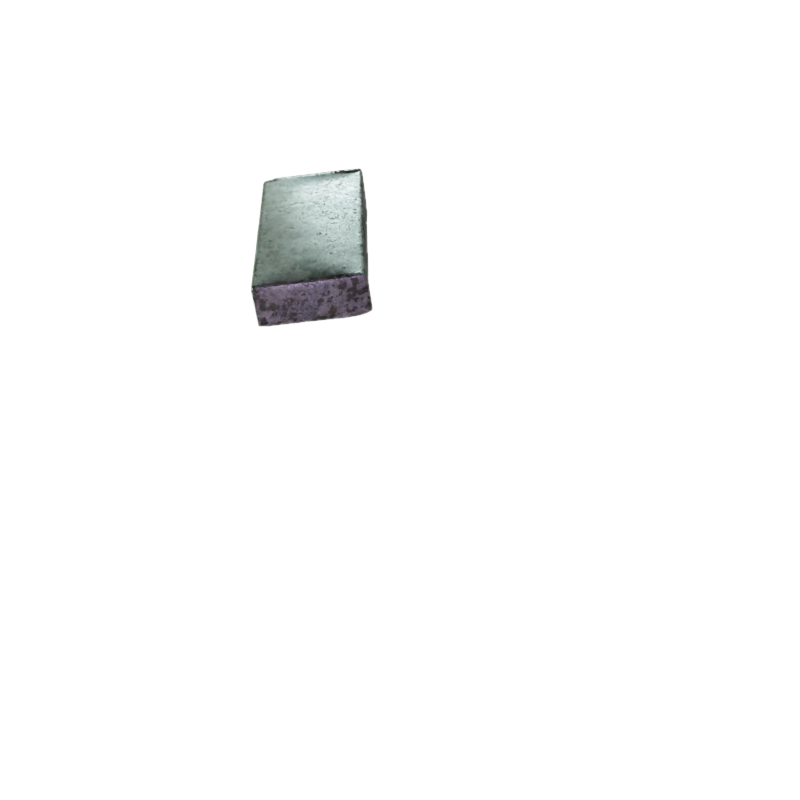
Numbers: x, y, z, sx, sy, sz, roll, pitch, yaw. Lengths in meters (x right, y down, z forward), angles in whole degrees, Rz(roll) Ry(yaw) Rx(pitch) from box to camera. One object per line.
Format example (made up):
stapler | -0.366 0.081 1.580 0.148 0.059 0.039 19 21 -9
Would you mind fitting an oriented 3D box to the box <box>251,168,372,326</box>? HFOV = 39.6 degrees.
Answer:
box | -0.074 -0.135 0.941 0.094 0.045 0.189 -7 39 2
